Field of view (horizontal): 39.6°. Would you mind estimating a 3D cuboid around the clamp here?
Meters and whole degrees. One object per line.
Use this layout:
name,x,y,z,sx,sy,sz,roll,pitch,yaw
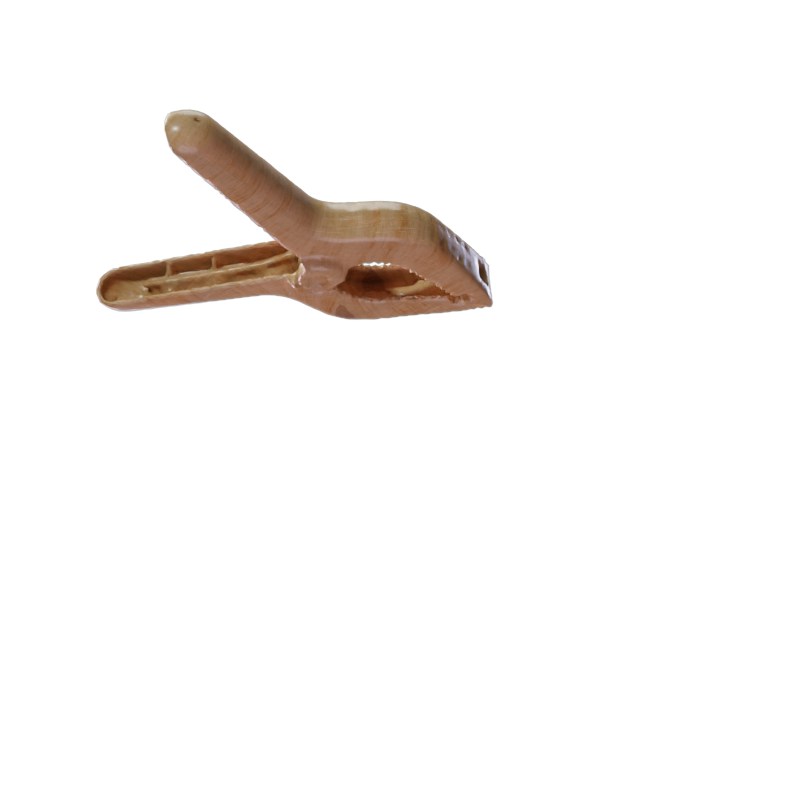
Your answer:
clamp,-0.045,-0.082,0.572,0.206,0.039,0.158,7,-27,-13
